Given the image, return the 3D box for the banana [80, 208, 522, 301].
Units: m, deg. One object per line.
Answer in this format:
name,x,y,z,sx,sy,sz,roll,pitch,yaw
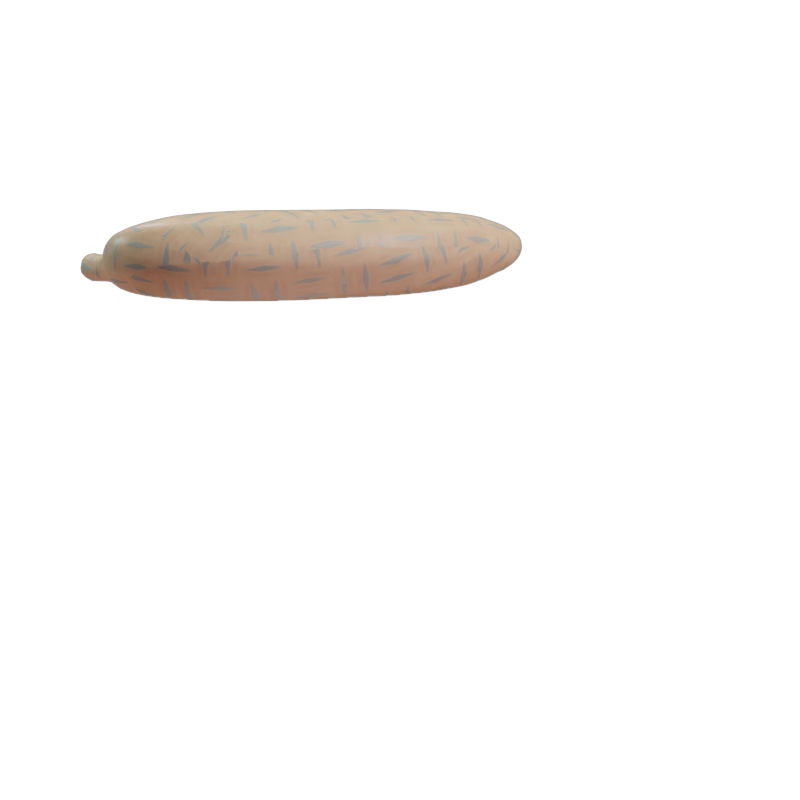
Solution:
banana,-0.039,-0.064,0.469,0.196,0.036,0.072,-1,16,-5
